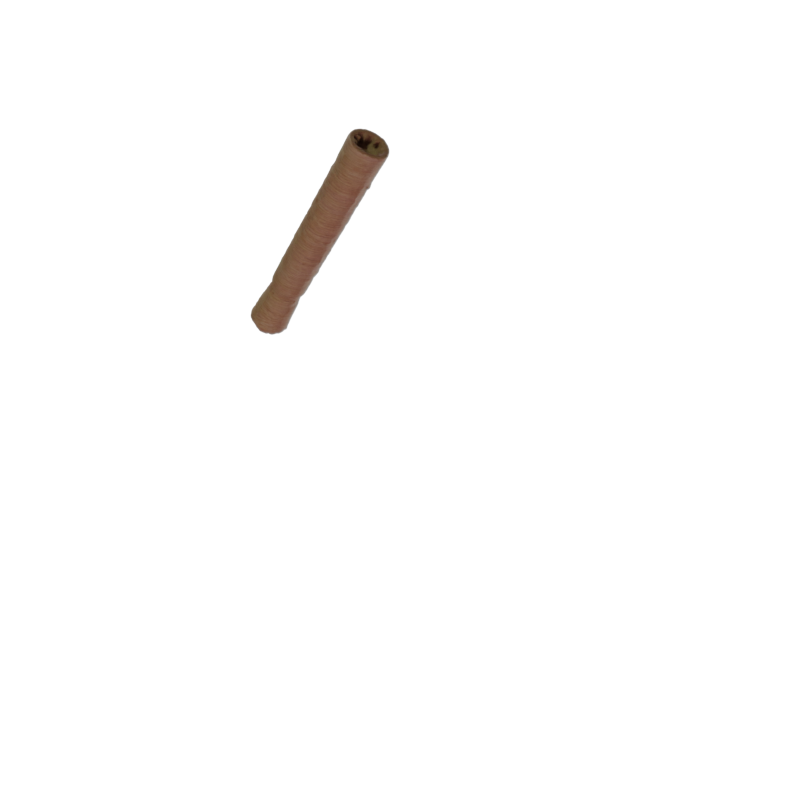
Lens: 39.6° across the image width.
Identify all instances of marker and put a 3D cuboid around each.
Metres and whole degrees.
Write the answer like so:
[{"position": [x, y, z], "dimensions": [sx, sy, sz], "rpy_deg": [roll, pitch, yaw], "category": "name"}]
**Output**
[{"position": [-0.039, -0.071, 0.495], "dimensions": [0.019, 0.021, 0.116], "rpy_deg": [-1, -37, -35], "category": "marker"}]
